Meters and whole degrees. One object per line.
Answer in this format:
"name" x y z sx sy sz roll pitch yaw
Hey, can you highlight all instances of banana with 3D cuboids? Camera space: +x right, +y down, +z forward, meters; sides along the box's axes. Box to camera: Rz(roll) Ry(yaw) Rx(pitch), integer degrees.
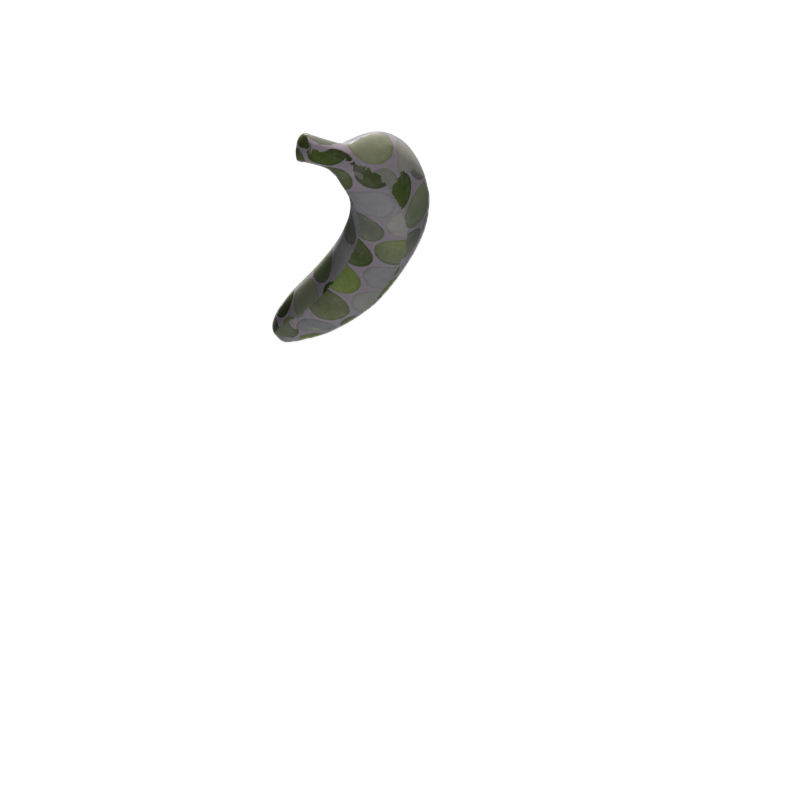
"banana" -0.025 -0.080 0.553 0.069 0.039 0.188 3 -25 -8
